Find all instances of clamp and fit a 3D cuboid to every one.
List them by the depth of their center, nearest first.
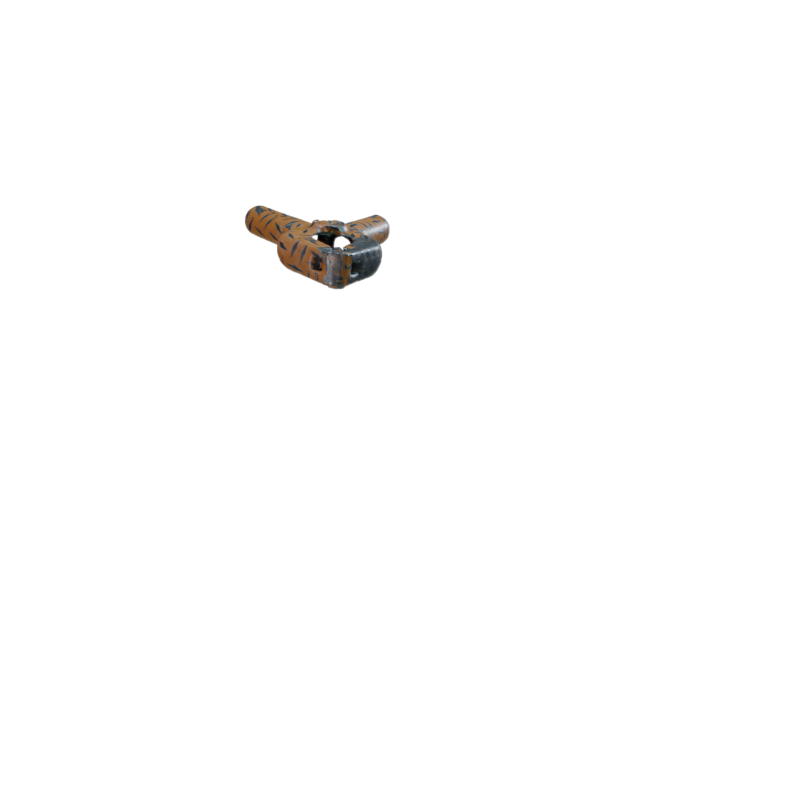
[{"bbox_3d":[-0.067,-0.123,0.862,0.120,0.038,0.177,0,17,0],"label":"clamp"}]
